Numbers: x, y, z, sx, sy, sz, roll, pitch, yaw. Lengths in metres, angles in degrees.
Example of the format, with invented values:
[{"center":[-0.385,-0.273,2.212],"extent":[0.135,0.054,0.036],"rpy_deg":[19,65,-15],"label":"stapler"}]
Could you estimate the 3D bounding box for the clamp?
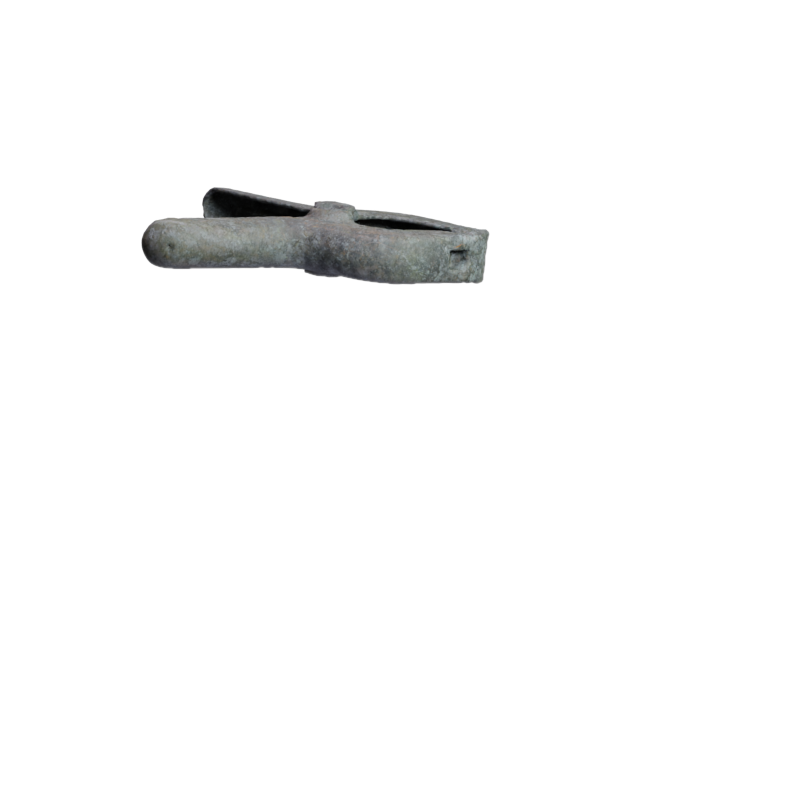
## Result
[{"center":[-0.045,-0.081,0.570],"extent":[0.176,0.037,0.123],"rpy_deg":[8,25,16],"label":"clamp"}]
